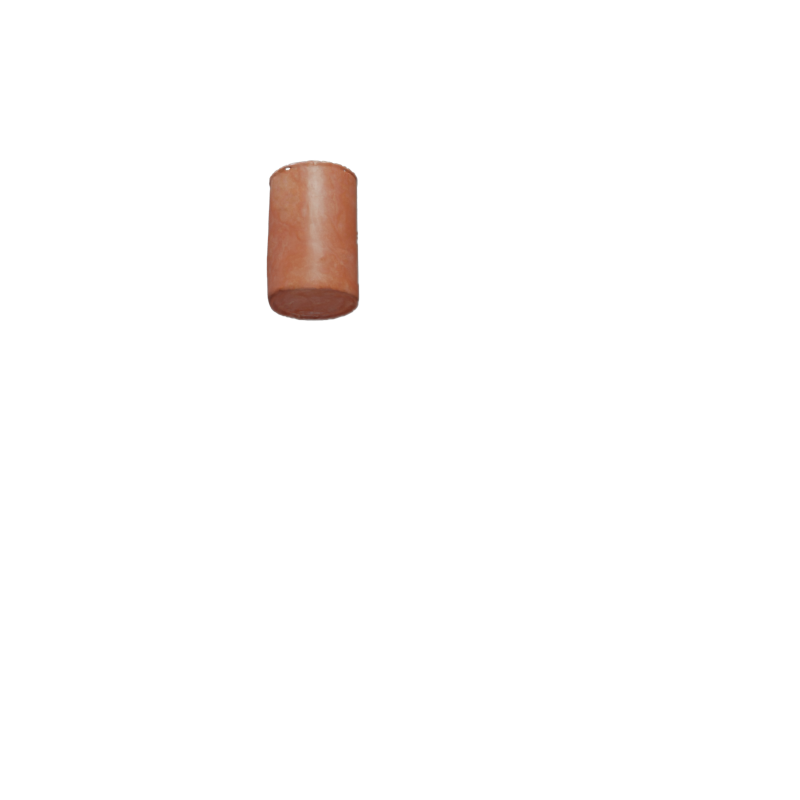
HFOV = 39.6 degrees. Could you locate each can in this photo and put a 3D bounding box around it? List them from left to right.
[{"bbox_3d":[-0.065,-0.118,0.825,0.068,0.108,0.065,0,-22,-2],"label":"can"}]
